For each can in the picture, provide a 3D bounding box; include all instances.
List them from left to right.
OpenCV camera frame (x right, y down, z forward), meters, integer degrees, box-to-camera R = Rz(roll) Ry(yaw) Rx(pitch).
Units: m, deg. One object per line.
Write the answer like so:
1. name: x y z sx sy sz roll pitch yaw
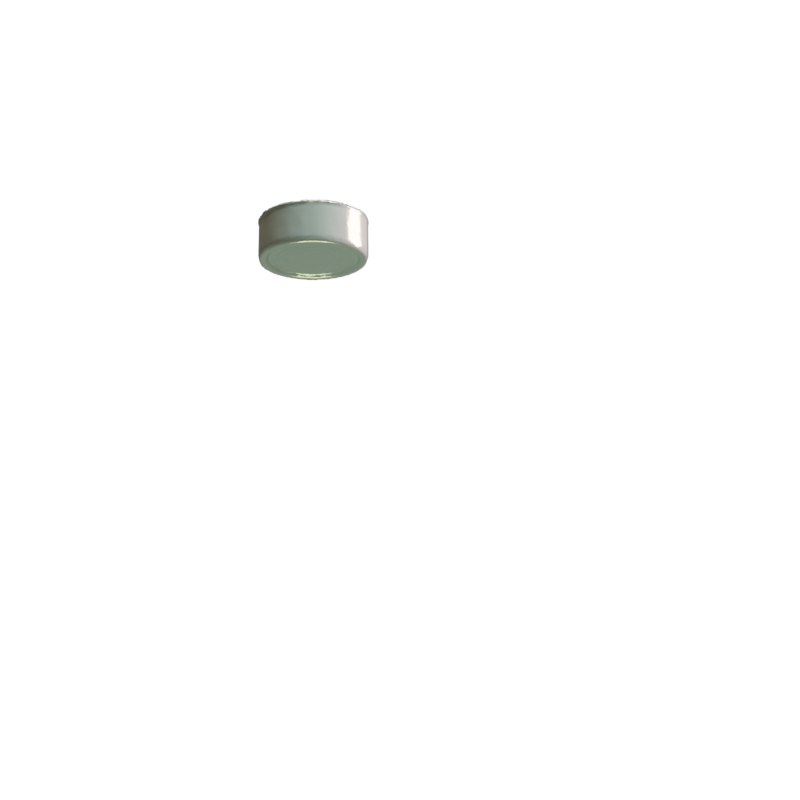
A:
1. can: -0.067 -0.122 0.854 0.086 0.035 0.082 0 -16 -2
